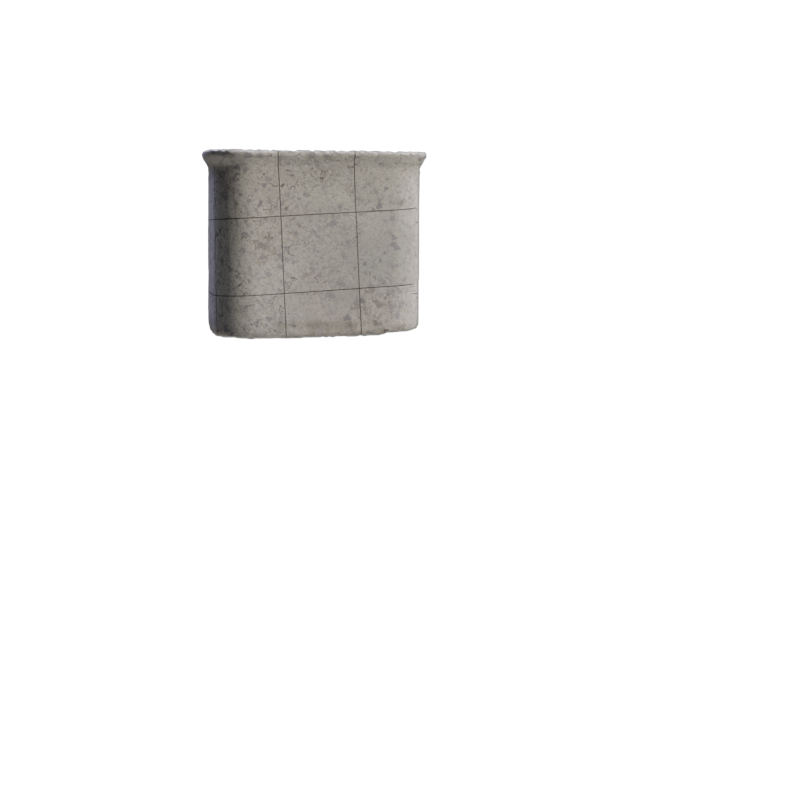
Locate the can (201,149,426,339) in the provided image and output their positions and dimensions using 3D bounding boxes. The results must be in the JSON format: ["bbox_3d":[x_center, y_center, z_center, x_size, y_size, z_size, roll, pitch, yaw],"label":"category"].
[{"bbox_3d":[-0.040,-0.074,0.516,0.100,0.083,0.059,-1,5,-12],"label":"can"}]
